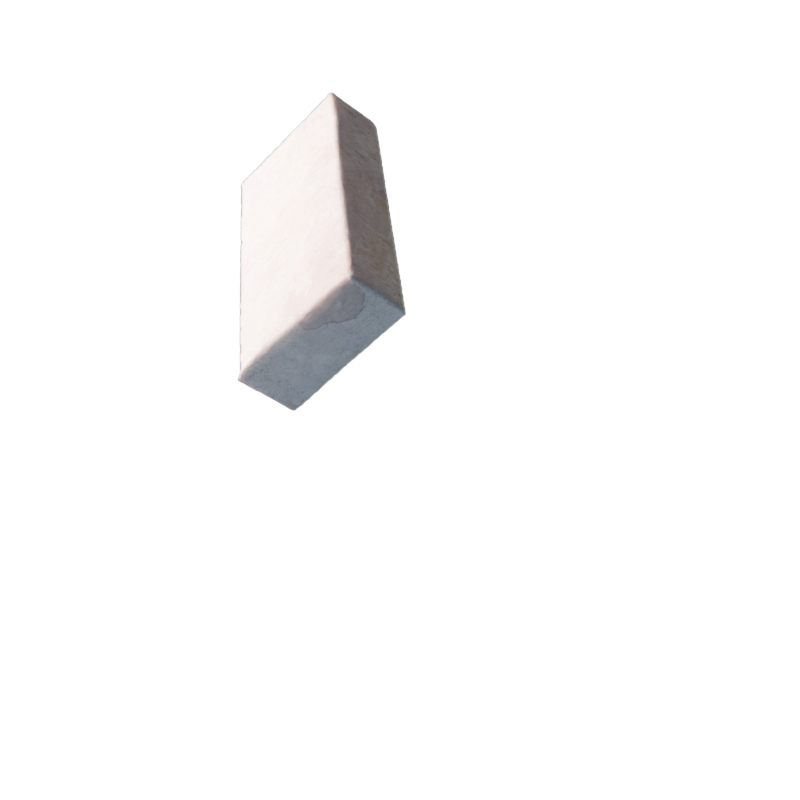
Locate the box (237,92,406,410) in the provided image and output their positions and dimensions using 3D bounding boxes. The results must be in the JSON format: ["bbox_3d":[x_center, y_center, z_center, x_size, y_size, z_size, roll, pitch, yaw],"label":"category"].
[{"bbox_3d":[-0.049,-0.090,0.630,0.045,0.189,0.092,33,-58,-29],"label":"box"}]
